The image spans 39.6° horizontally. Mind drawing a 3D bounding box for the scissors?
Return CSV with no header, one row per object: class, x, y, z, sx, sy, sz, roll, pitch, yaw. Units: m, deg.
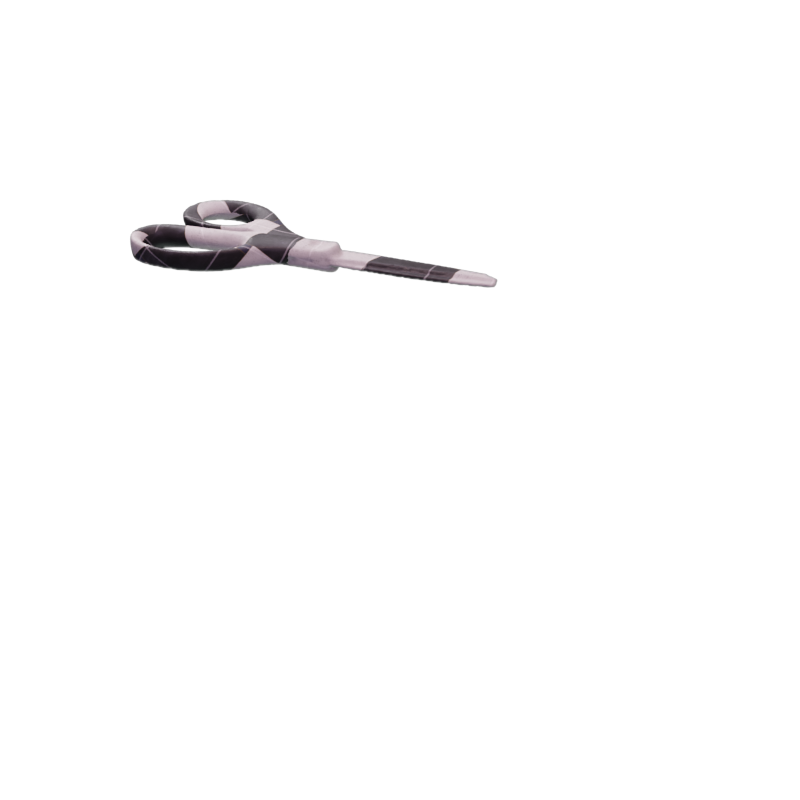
scissors,-0.049,-0.089,0.622,0.203,0.015,0.101,3,29,6
